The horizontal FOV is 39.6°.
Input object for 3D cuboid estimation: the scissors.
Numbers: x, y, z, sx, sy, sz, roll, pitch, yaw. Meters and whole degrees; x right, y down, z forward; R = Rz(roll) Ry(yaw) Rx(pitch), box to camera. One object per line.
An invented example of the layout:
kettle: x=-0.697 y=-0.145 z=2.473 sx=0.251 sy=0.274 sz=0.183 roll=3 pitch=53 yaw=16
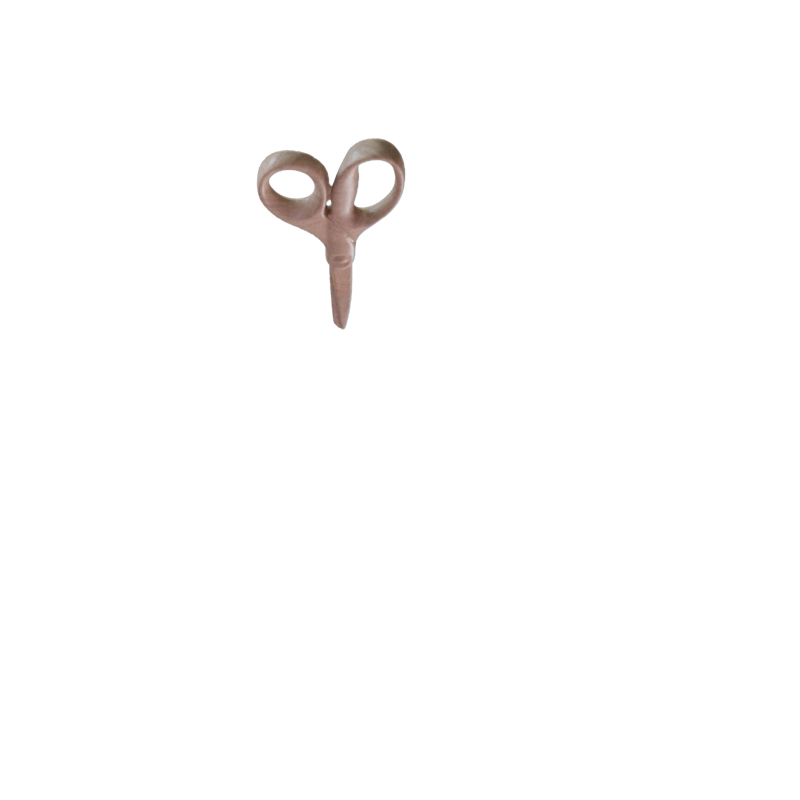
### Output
scissors: x=-0.055 y=-0.101 z=0.706 sx=0.094 sy=0.017 sz=0.193 roll=9 pitch=-30 yaw=-15
